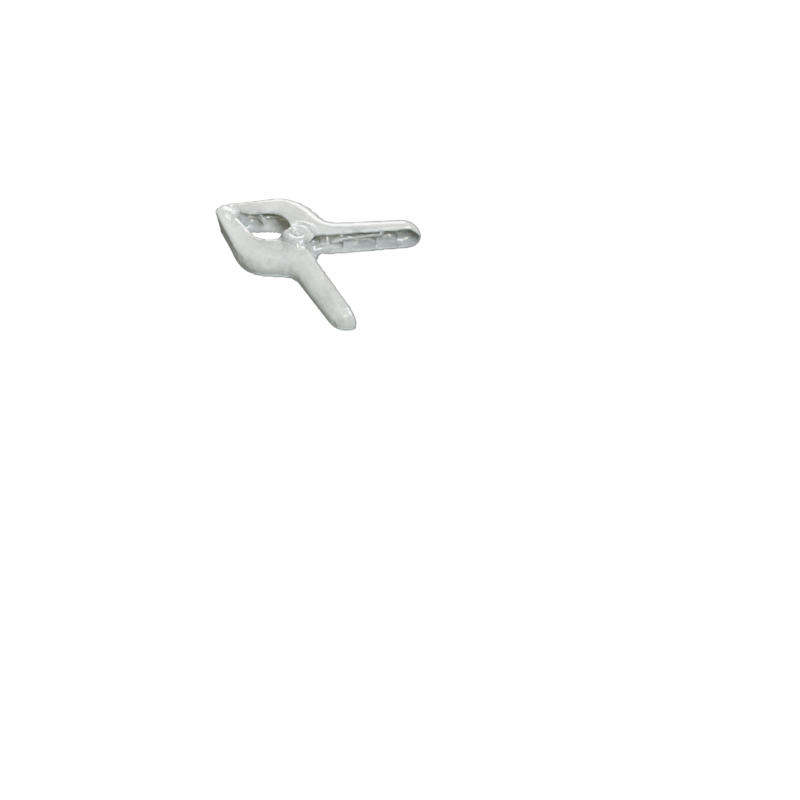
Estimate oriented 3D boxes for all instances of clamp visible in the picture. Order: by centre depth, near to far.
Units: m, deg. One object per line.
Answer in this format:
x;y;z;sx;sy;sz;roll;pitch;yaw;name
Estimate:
-0.072;-0.131;0.919;0.181;0.036;0.122;30;53;26;clamp
